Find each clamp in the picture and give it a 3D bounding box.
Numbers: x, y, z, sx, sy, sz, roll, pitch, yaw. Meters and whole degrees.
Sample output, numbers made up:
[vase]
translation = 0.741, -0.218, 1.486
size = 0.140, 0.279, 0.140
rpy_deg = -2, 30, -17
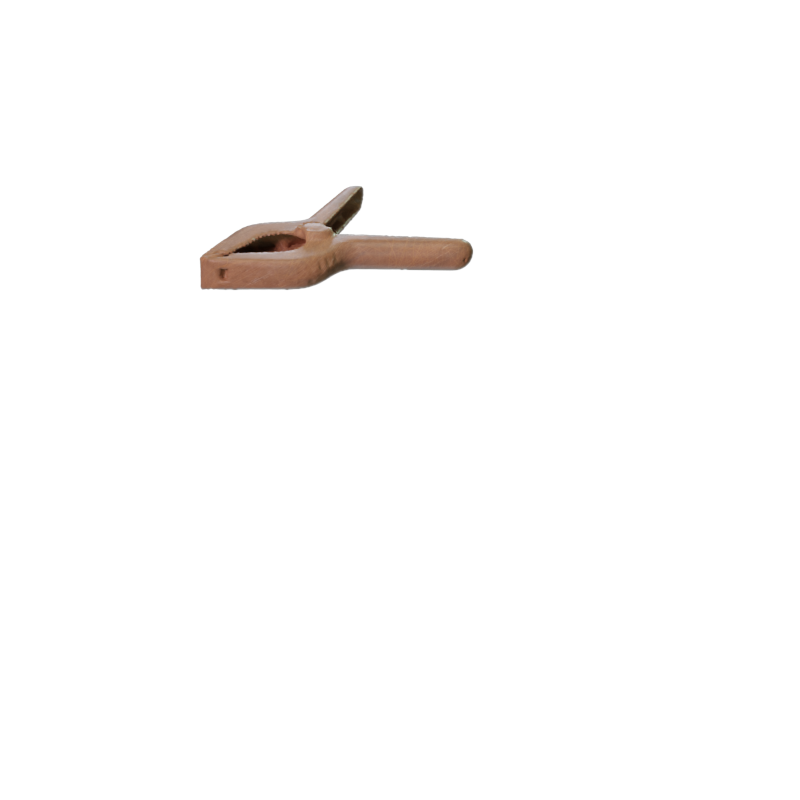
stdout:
[clamp]
translation = -0.071, -0.129, 0.902
size = 0.206, 0.034, 0.177
rpy_deg = -14, 31, -24
